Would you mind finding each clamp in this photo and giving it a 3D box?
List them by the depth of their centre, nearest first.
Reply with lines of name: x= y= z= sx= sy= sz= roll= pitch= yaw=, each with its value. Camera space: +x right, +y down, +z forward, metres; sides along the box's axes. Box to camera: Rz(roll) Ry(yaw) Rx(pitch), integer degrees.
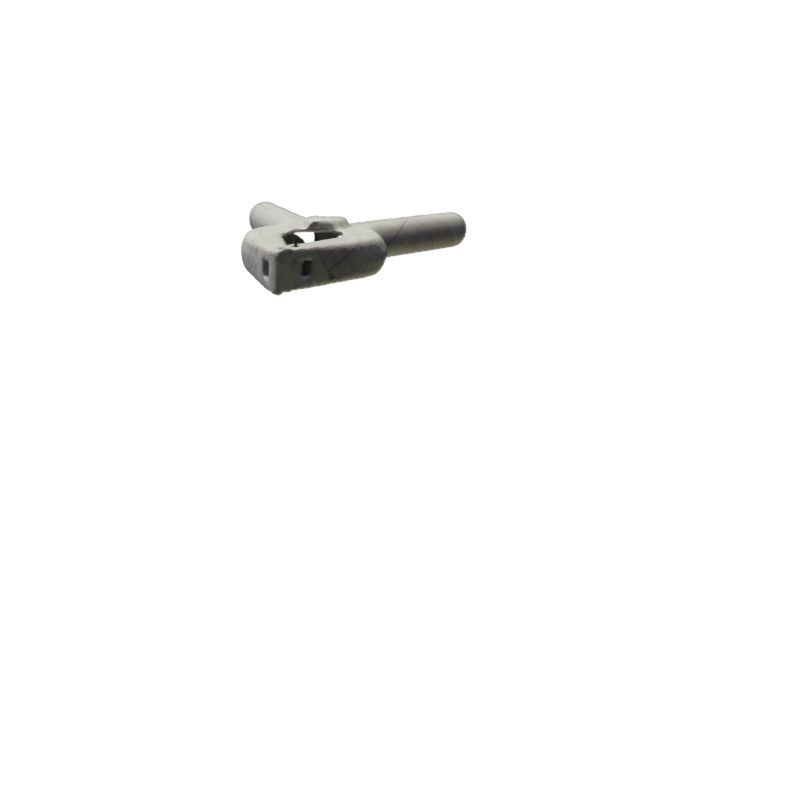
clamp: x=-0.059 y=-0.108 z=0.754 sx=0.169 sy=0.035 sz=0.211 roll=6 pitch=18 yaw=19
